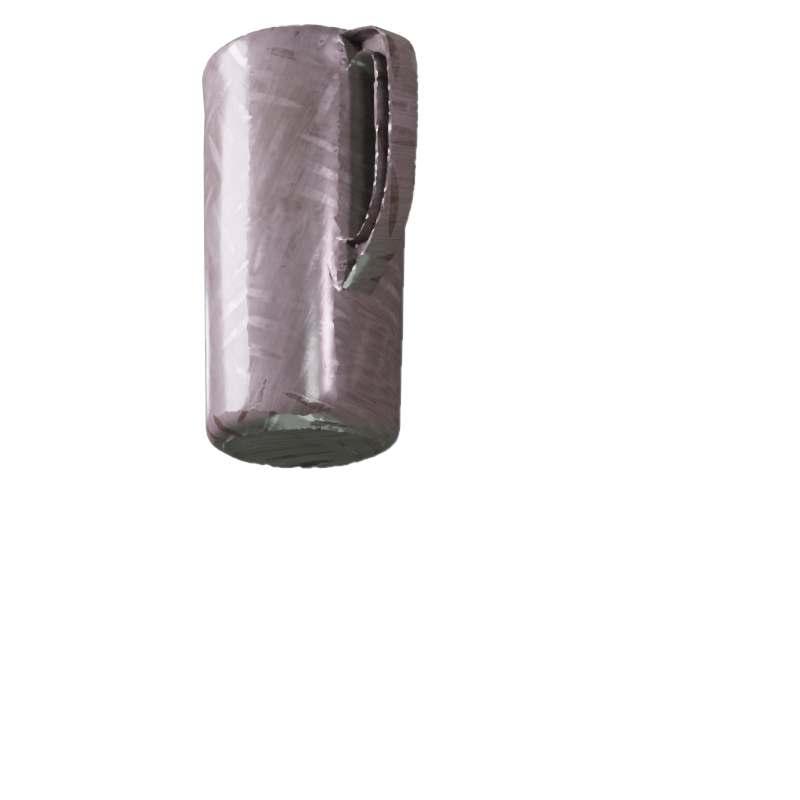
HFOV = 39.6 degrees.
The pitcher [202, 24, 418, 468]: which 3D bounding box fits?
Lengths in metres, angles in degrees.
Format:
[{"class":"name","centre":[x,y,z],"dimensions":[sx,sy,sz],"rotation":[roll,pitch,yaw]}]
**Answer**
[{"class":"pitcher","centre":[-0.051,-0.093,0.650],"dimensions":[0.146,0.256,0.140],"rotation":[-5,-22,9]}]
